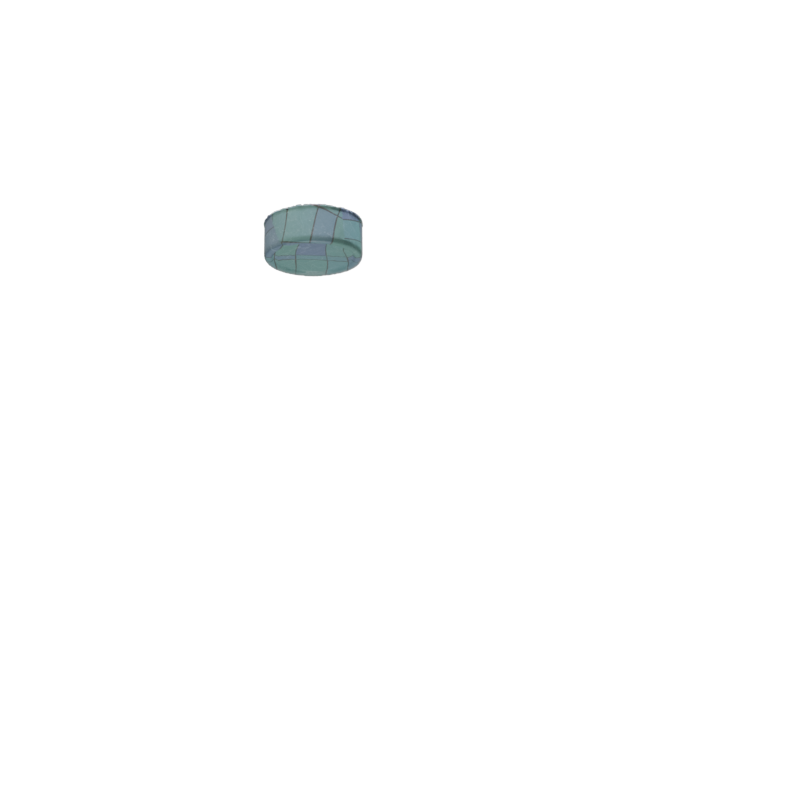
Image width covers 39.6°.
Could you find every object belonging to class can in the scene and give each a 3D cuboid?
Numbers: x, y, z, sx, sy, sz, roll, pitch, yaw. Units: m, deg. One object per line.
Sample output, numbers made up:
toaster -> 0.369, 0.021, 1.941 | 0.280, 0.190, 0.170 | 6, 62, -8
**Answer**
can -> -0.074, -0.136, 0.951 | 0.086, 0.035, 0.082 | 0, -16, -2
